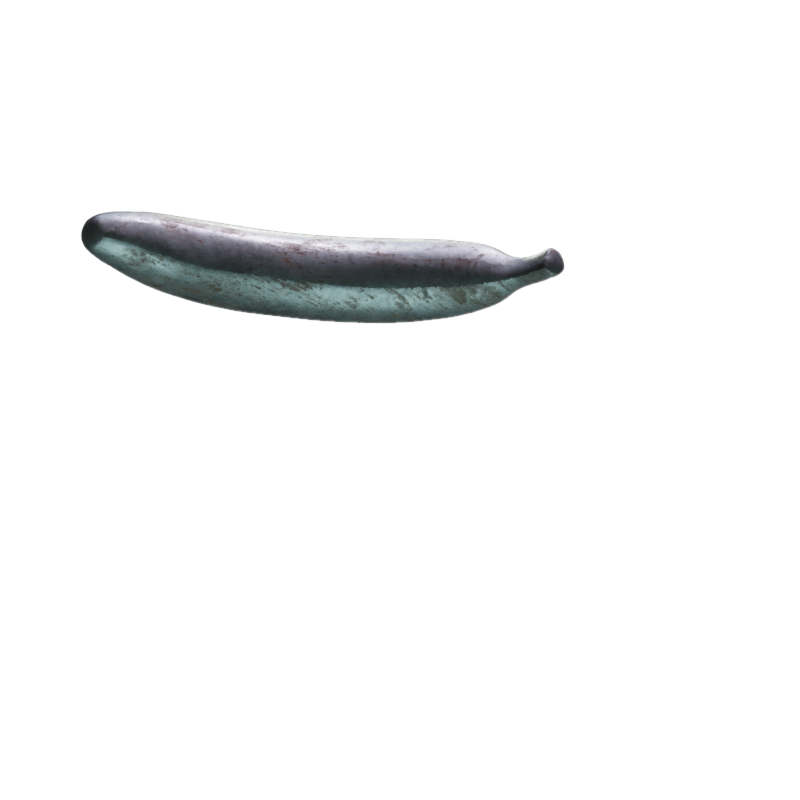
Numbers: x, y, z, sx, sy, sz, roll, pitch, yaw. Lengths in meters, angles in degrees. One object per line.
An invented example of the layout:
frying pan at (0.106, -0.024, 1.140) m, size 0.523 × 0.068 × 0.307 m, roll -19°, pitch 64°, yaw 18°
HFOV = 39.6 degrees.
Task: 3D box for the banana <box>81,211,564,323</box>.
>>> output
banana at (-0.035, -0.060, 0.481) m, size 0.196 × 0.039 × 0.066 m, roll 2°, pitch -24°, yaw -4°
